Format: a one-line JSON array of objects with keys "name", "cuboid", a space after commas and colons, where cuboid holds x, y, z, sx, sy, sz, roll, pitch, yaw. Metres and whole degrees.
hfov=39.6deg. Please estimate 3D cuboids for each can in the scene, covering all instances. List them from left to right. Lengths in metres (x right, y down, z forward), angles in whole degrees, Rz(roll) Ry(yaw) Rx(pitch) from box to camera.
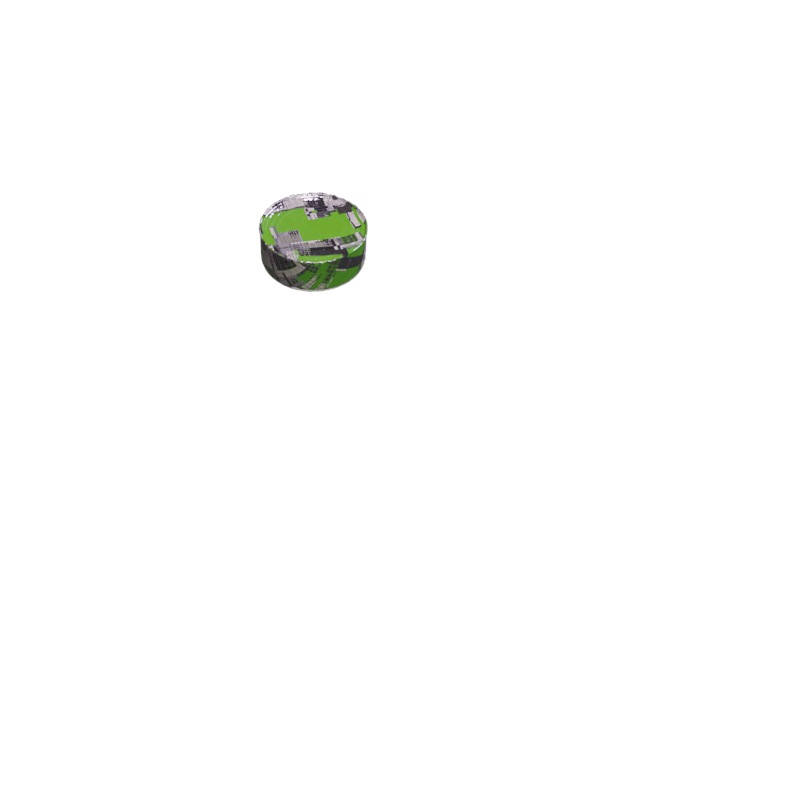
[{"name": "can", "cuboid": [-0.069, -0.126, 0.881, 0.086, 0.092, 0.031, -1, -45, -1]}]
